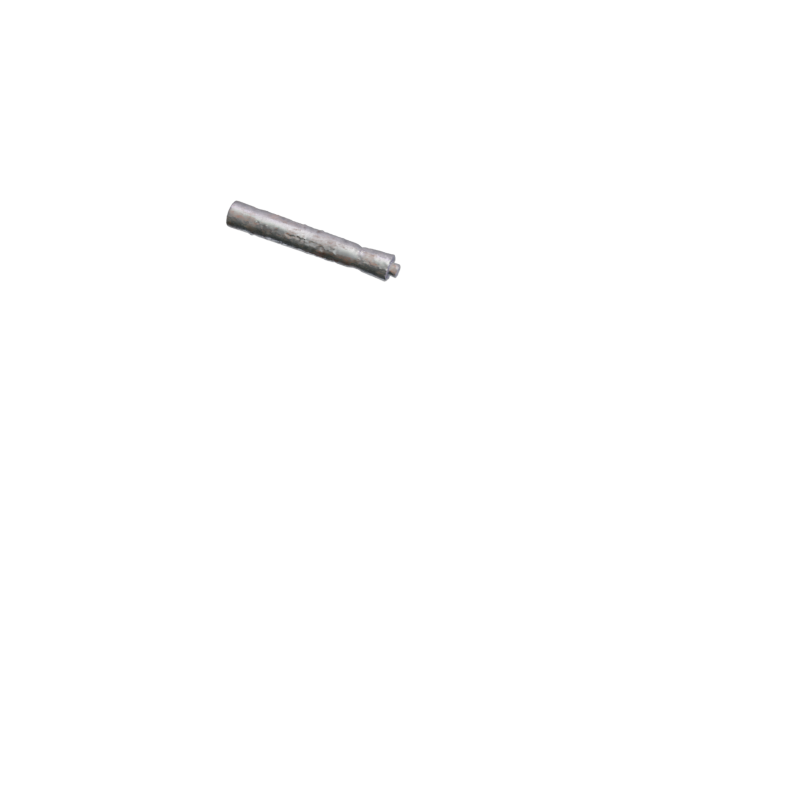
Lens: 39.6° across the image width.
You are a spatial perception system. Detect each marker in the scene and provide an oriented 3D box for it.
[{"bbox_3d":[-0.058,-0.105,0.736,0.124,0.019,0.019,21,8,13],"label":"marker"}]
